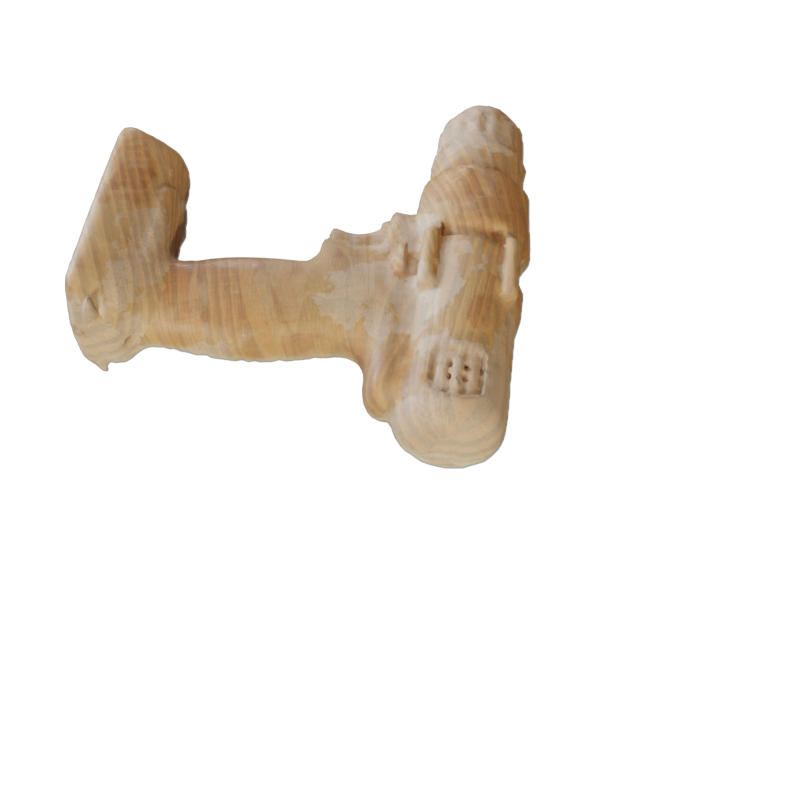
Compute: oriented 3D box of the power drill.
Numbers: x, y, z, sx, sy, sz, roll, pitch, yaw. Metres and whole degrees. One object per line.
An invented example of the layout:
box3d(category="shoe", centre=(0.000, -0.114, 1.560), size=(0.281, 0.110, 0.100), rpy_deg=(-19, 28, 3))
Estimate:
box3d(category="power drill", centre=(-0.038, -0.069, 0.483), size=(0.189, 0.196, 0.053), rpy_deg=(7, -37, 5))
